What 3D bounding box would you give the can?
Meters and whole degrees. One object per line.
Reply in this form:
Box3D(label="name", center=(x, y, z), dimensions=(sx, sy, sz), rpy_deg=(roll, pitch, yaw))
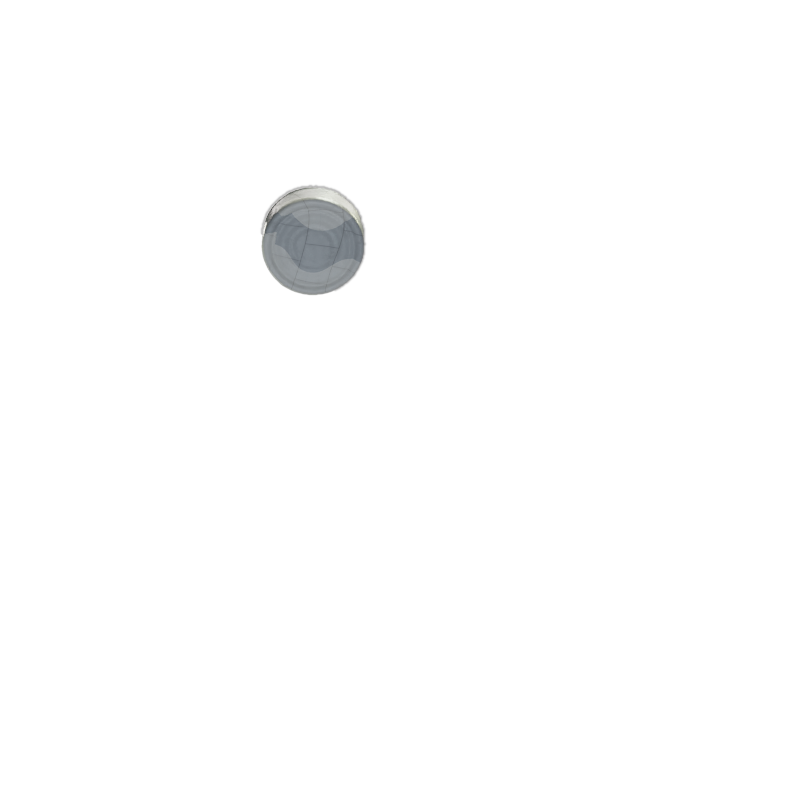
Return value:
Box3D(label="can", center=(-0.072, -0.131, 0.916), dimensions=(0.086, 0.082, 0.035), rpy_deg=(0, 21, -1))
